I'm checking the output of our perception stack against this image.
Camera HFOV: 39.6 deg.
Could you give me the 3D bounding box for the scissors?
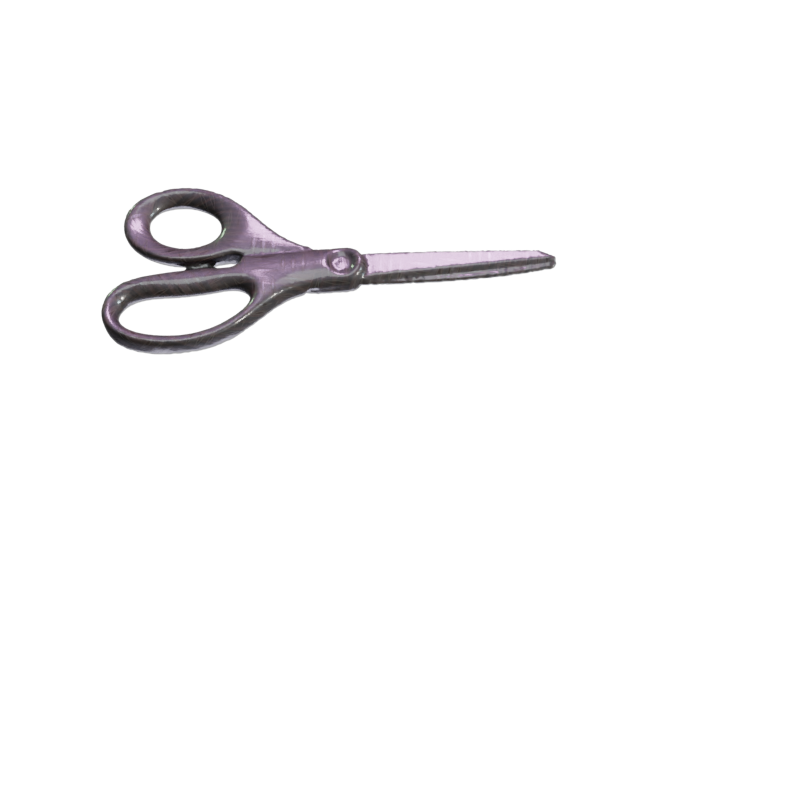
[{"bbox_3d":[-0.040,-0.073,0.510,0.200,0.104,0.015,-16,-34,-11],"label":"scissors"}]
